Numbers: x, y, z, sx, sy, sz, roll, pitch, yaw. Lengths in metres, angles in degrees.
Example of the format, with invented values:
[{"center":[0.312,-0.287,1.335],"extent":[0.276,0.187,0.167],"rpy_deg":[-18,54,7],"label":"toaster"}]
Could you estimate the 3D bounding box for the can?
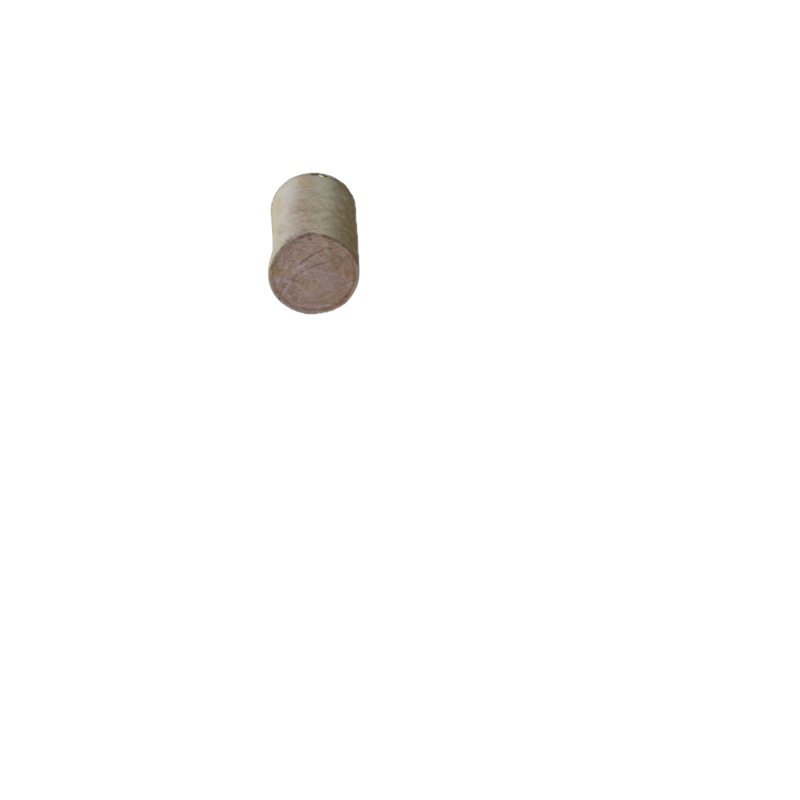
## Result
[{"center":[-0.065,-0.119,0.834],"extent":[0.068,0.064,0.109],"rpy_deg":[-1,34,-3],"label":"can"}]
